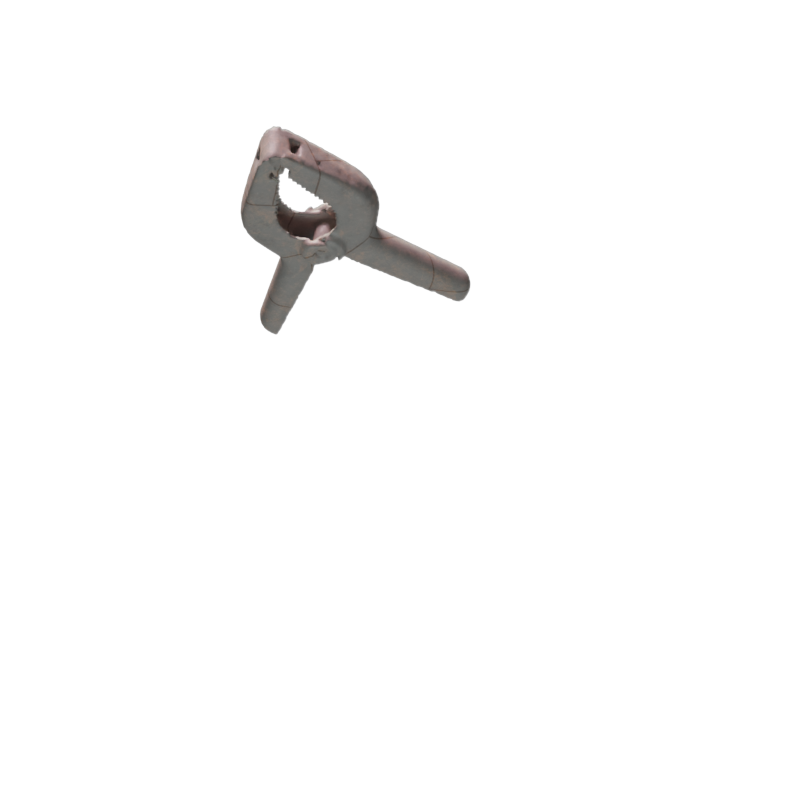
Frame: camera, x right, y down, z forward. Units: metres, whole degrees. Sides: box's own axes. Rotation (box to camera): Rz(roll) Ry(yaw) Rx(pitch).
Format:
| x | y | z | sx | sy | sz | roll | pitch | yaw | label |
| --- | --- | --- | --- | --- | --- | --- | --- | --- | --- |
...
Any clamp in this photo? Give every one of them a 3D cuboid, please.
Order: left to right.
| x | y | z | sx | sy | sz | roll | pitch | yaw | label |
| --- | --- | --- | --- | --- | --- | --- | --- | --- | --- |
| -0.061 | -0.112 | 0.782 | 0.166 | 0.039 | 0.194 | -14 | -34 | 21 | clamp |
